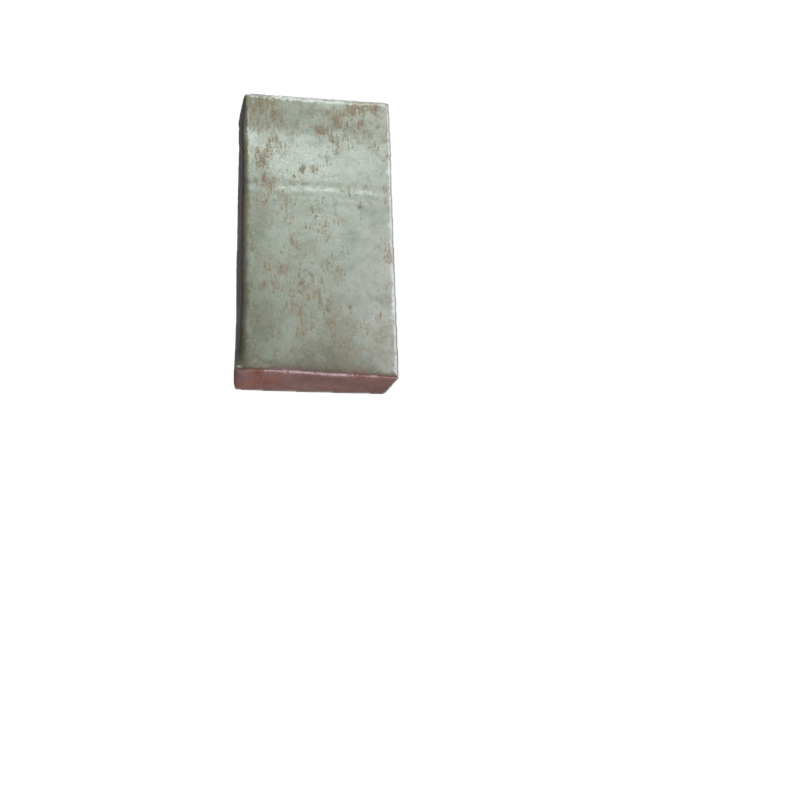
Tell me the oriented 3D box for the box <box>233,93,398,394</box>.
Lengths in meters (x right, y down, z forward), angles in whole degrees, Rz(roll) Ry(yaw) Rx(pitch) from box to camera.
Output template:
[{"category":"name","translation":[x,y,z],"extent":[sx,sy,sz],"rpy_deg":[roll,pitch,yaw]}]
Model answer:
[{"category":"box","translation":[-0.052,-0.095,0.666],"extent":[0.092,0.185,0.046],"rpy_deg":[2,-22,-9]}]
